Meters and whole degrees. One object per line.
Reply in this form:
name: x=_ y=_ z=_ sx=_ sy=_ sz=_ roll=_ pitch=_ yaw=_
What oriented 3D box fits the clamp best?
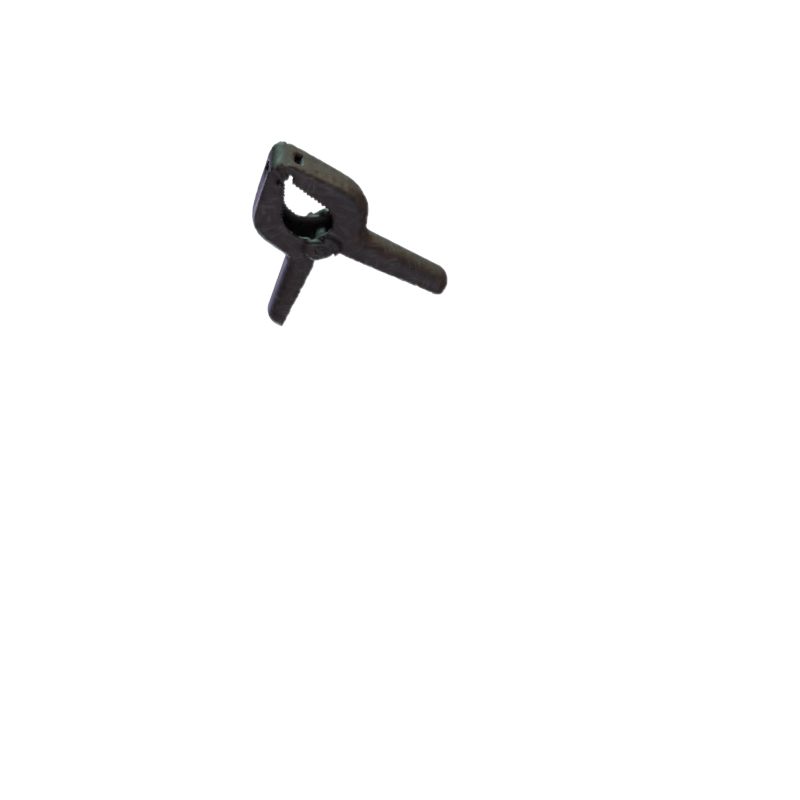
clamp: x=-0.072 y=-0.132 z=0.923 sx=0.166 sy=0.039 sz=0.194 roll=-15 pitch=-38 yaw=20
